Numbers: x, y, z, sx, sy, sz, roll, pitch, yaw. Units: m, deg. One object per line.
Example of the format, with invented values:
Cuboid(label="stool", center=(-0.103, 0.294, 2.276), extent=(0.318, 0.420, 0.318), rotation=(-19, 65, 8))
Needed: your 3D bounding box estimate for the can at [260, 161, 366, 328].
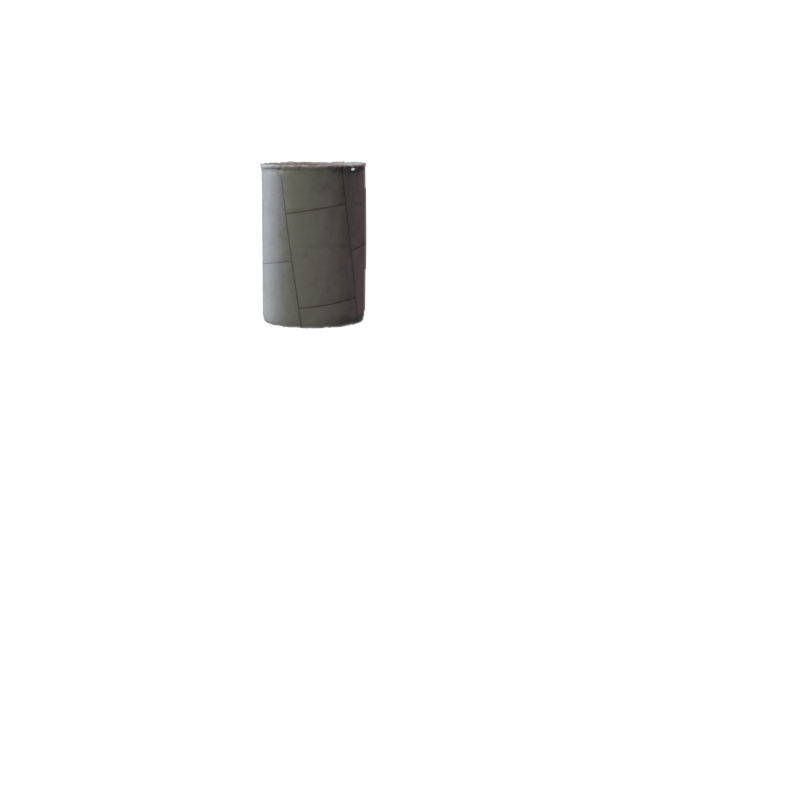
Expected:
Cuboid(label="can", center=(-0.056, -0.102, 0.716), extent=(0.068, 0.100, 0.070), rotation=(0, 9, -2))
